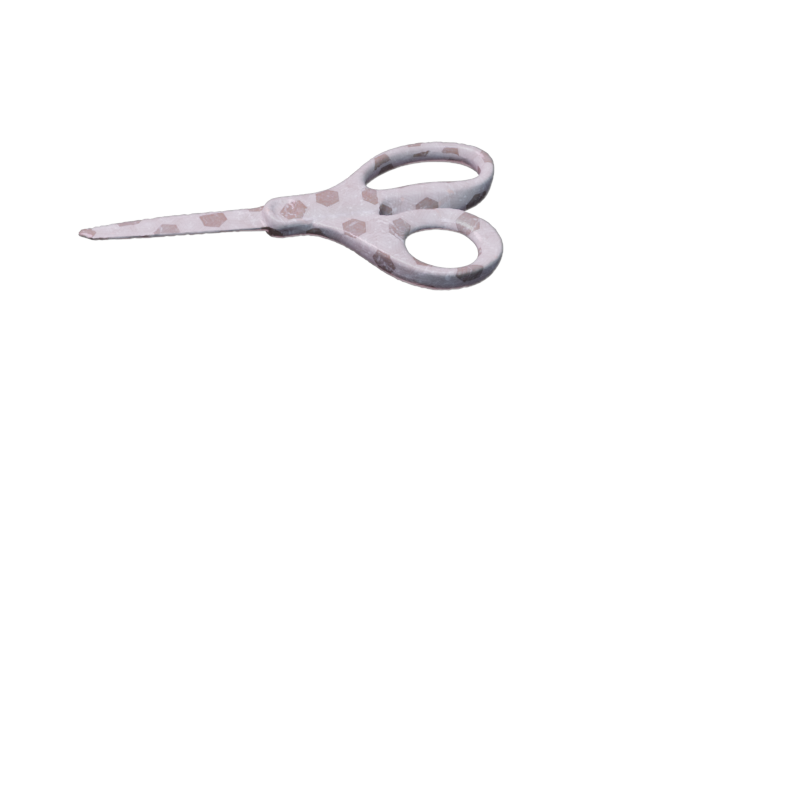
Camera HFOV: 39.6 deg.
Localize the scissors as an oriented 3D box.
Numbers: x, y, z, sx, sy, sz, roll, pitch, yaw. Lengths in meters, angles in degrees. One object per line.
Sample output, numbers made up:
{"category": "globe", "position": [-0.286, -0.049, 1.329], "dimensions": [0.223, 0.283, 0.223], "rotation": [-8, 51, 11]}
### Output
{"category": "scissors", "position": [-0.041, -0.074, 0.519], "dimensions": [0.200, 0.104, 0.015], "rotation": [-19, -36, -14]}
